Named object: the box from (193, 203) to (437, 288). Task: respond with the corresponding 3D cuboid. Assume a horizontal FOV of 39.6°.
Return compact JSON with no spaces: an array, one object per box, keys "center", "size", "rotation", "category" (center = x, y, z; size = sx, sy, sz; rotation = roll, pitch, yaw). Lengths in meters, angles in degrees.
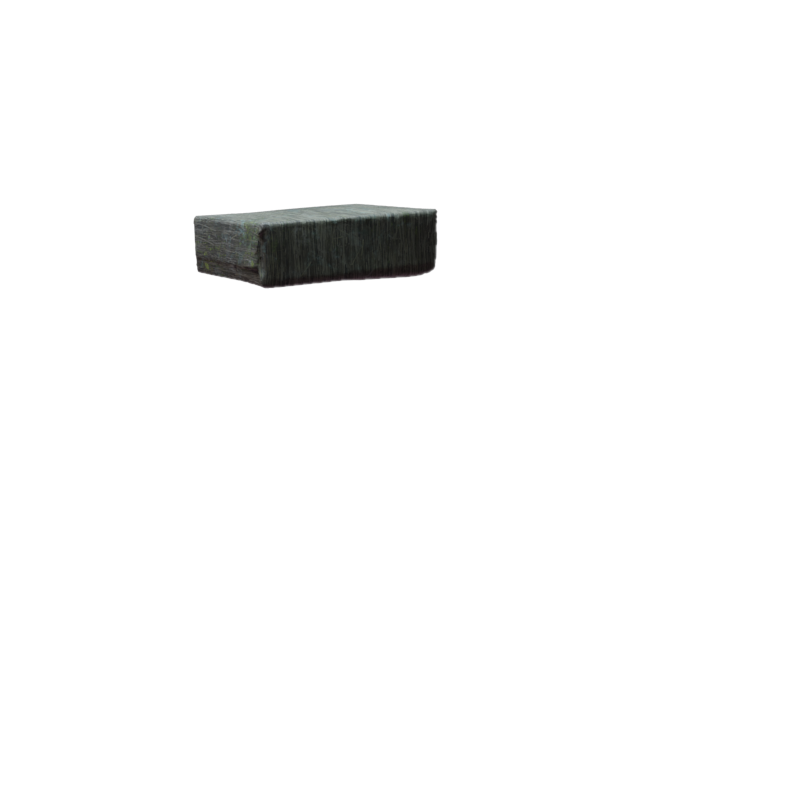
[{"center":[-0.049,-0.090,0.629],"size":[0.110,0.038,0.094],"rotation":[-7,14,-30],"category":"box"}]
